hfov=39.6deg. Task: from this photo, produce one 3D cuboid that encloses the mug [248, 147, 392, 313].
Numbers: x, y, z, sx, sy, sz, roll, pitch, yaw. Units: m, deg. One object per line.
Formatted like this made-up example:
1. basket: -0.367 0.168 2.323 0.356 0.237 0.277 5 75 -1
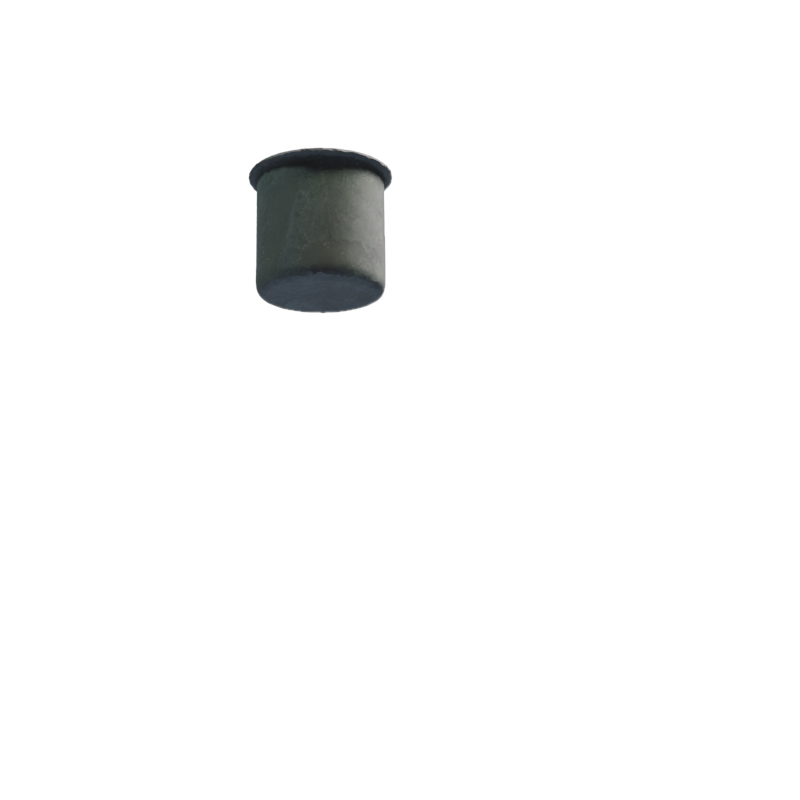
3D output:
1. mug: -0.056 -0.102 0.716 0.090 0.085 0.116 7 -17 -25
